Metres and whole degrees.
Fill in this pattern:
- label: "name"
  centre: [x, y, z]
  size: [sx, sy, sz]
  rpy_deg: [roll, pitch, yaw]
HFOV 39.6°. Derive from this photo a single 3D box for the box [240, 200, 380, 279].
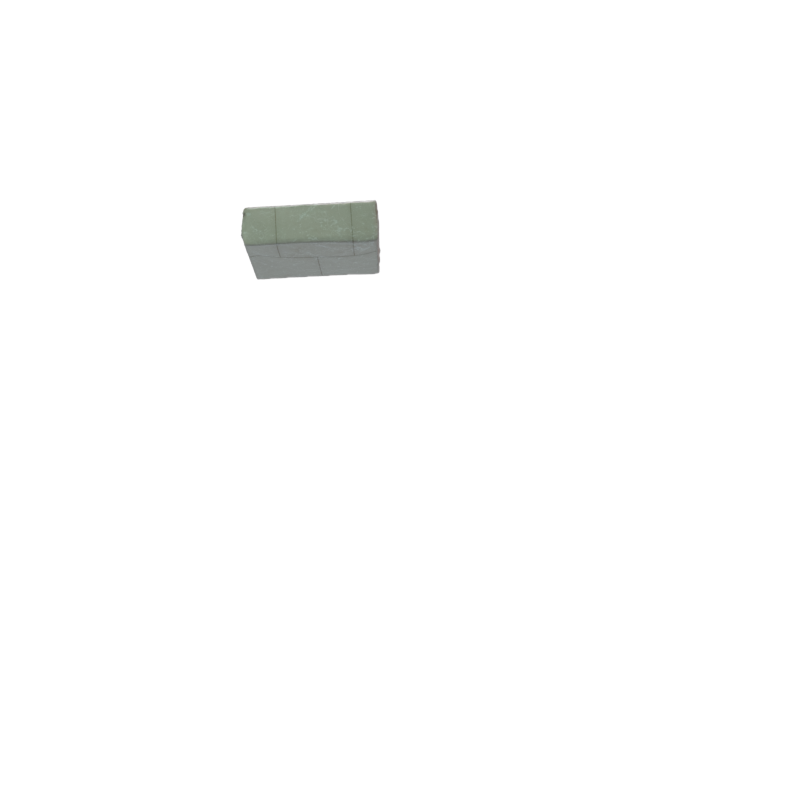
- label: "box"
  centre: [-0.074, -0.135, 0.943]
  size: [0.114, 0.040, 0.086]
  rpy_deg: [-1, -13, 2]
